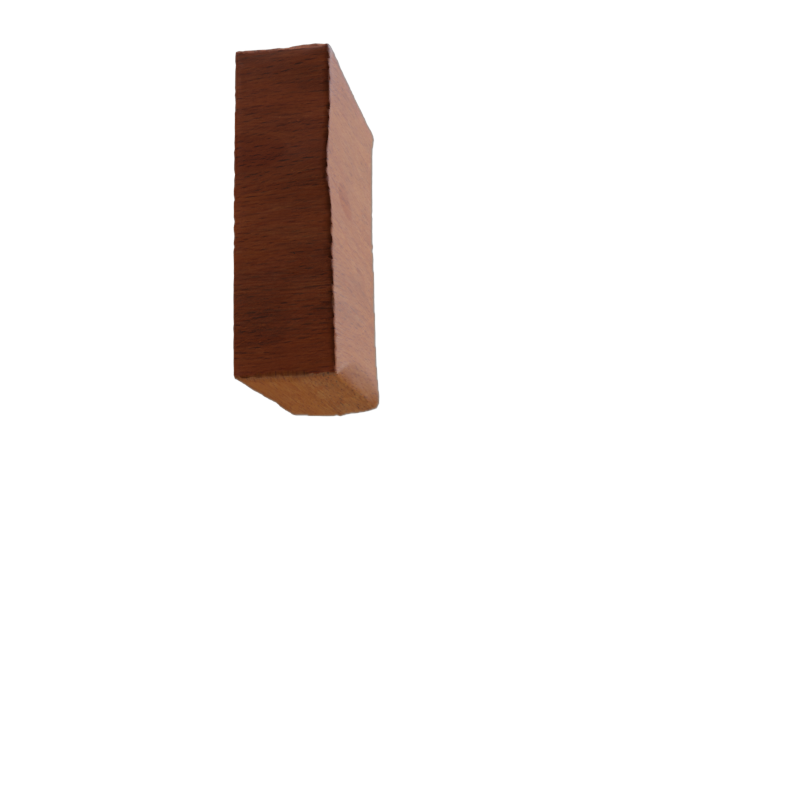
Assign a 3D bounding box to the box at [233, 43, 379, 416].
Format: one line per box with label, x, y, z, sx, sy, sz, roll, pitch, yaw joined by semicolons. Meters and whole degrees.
box;-0.058;-0.106;0.744;0.073;0.222;0.156;-4;-14;8
